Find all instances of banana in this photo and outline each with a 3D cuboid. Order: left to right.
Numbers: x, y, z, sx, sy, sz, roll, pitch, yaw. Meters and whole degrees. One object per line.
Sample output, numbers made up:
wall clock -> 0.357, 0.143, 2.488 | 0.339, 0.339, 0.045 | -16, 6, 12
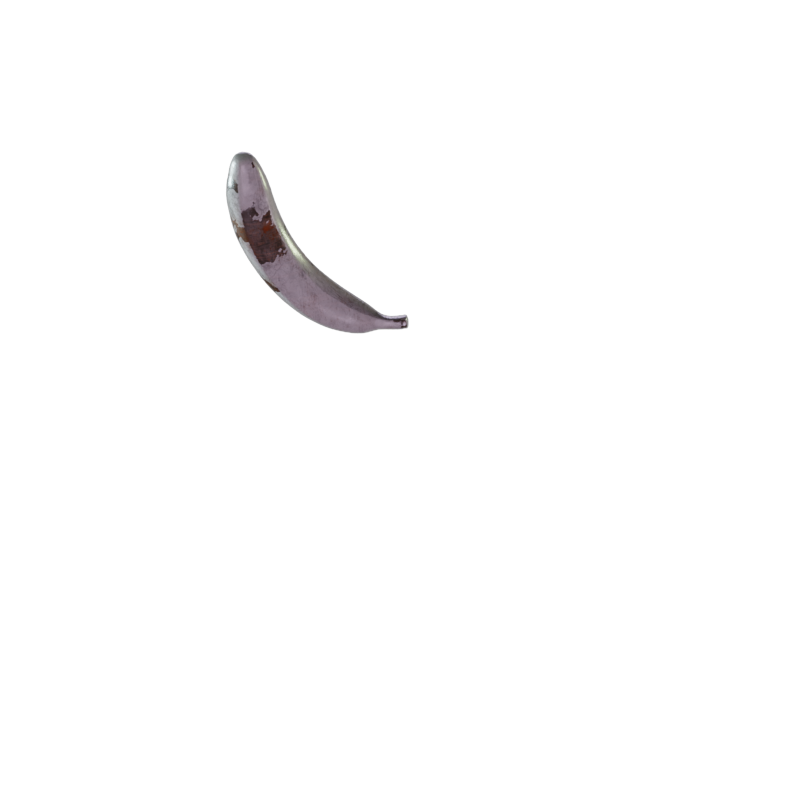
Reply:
banana -> -0.078, -0.109, 0.847 | 0.069, 0.186, 0.039 | -34, 30, 23
